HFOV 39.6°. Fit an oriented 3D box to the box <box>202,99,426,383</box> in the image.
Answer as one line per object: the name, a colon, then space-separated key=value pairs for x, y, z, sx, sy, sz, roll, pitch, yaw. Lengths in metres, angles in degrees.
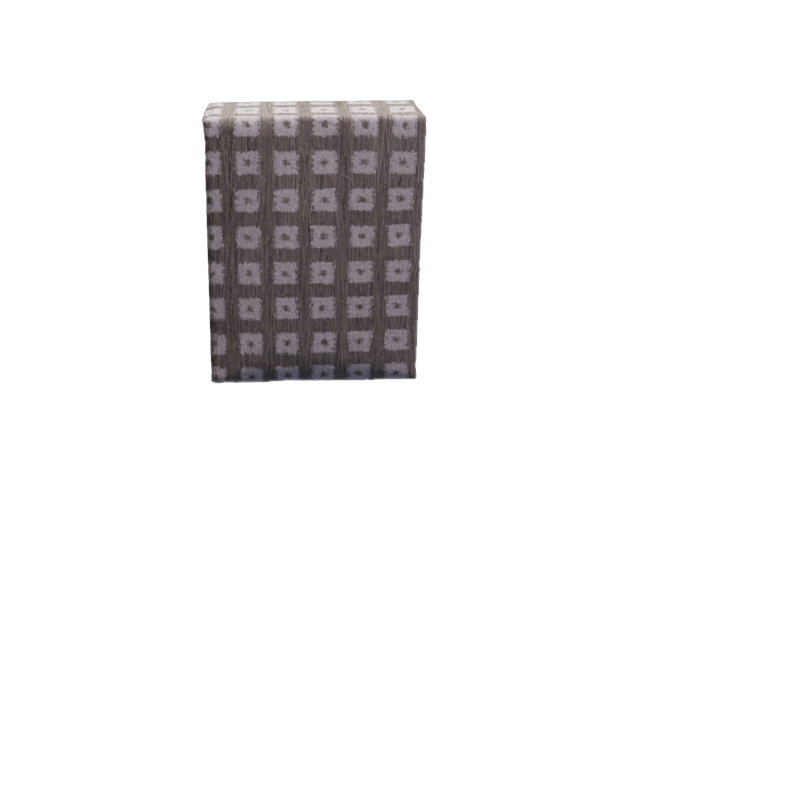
box: x=-0.068 y=-0.123 z=0.863 sx=0.163 sy=0.204 sz=0.075 roll=-1 pitch=20 yaw=-4
